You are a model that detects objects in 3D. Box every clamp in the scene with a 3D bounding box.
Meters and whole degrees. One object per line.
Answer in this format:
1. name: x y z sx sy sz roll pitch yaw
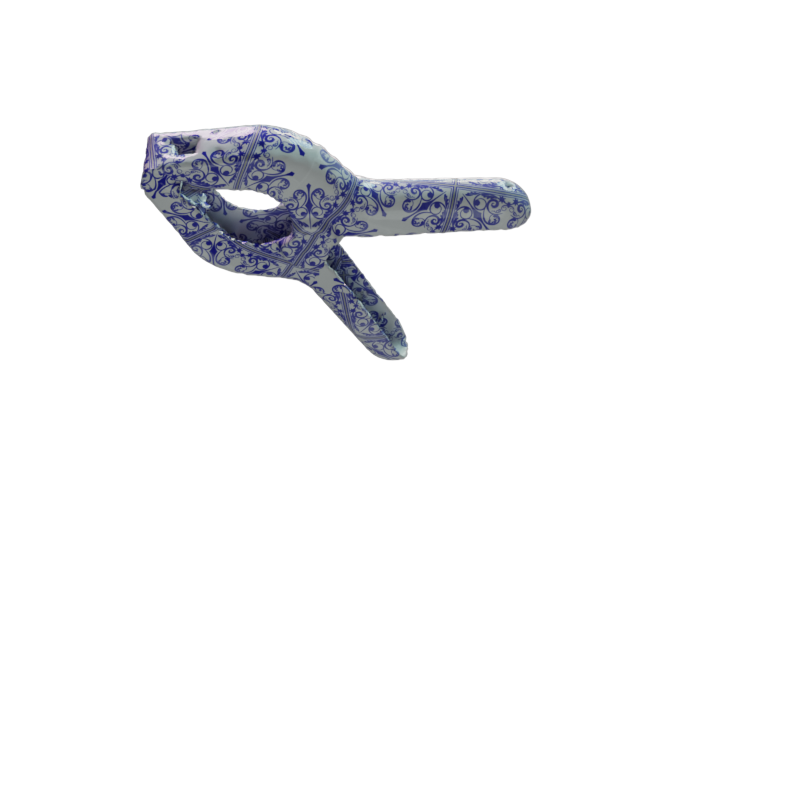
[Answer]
1. clamp: -0.040 -0.073 0.512 0.167 0.115 0.042 15 38 -13
